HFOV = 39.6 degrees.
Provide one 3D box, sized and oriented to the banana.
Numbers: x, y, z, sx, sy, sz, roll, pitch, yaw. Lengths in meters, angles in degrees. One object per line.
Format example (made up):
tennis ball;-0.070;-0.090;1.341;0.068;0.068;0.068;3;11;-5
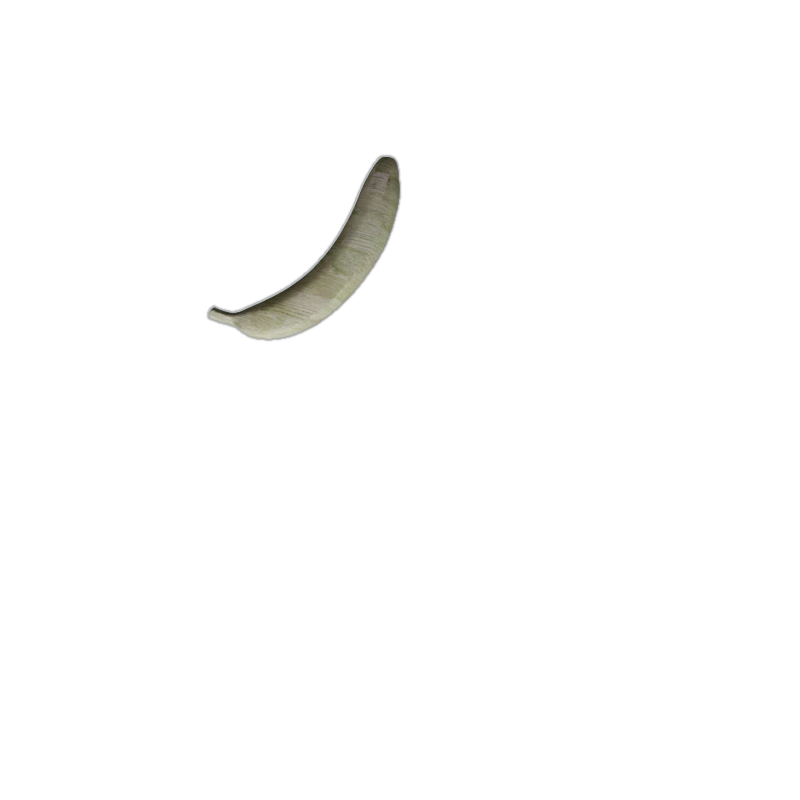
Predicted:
banana;-0.060;-0.110;0.883;0.198;0.071;0.036;-42;-5;-6
